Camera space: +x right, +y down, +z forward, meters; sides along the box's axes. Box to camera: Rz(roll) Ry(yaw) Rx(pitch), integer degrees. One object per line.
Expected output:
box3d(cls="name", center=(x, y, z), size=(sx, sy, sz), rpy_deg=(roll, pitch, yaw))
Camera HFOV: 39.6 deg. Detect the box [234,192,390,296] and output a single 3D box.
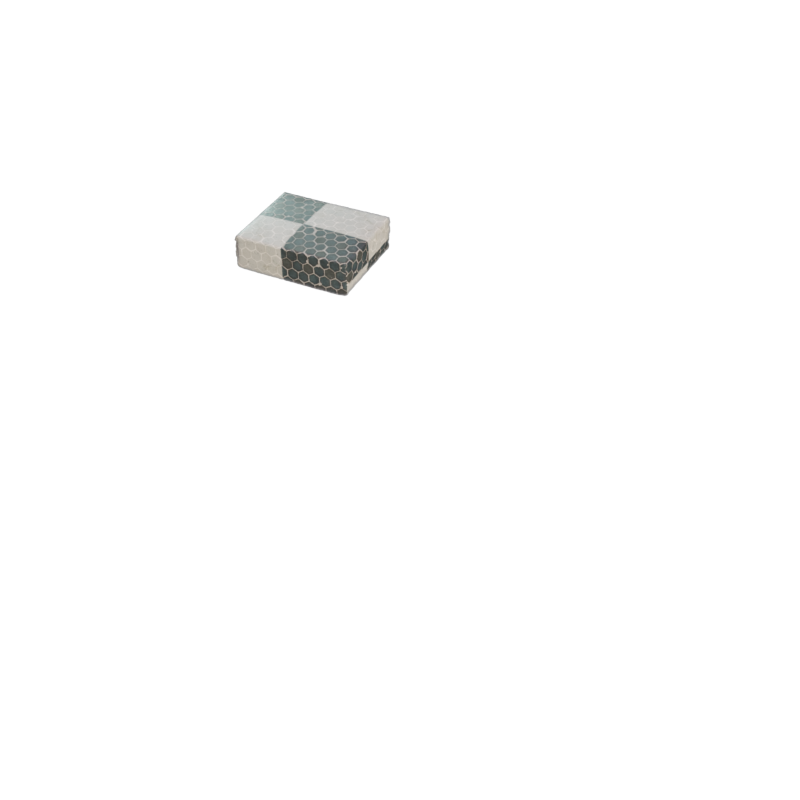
box3d(cls="box", center=(-0.078, -0.142, 0.993), size=(0.118, 0.036, 0.092), rpy_deg=(17, 41, 20))
